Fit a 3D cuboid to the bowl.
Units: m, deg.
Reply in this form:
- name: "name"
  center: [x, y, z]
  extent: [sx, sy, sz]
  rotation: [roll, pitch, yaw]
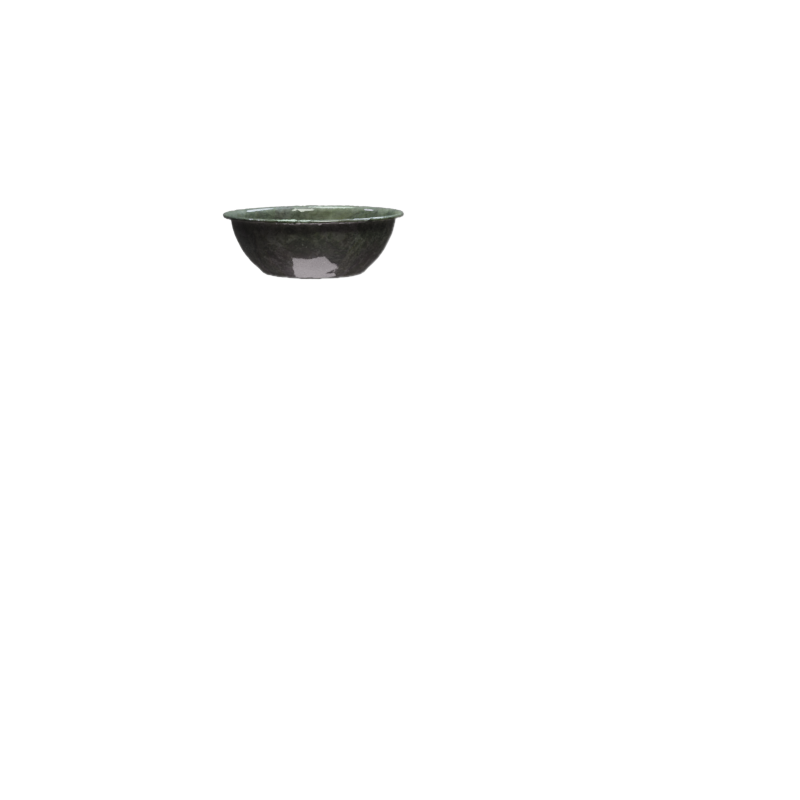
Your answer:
- name: "bowl"
  center: [-0.077, -0.141, 0.989]
  extent: [0.162, 0.054, 0.166]
  rotation: [0, 14, -2]
